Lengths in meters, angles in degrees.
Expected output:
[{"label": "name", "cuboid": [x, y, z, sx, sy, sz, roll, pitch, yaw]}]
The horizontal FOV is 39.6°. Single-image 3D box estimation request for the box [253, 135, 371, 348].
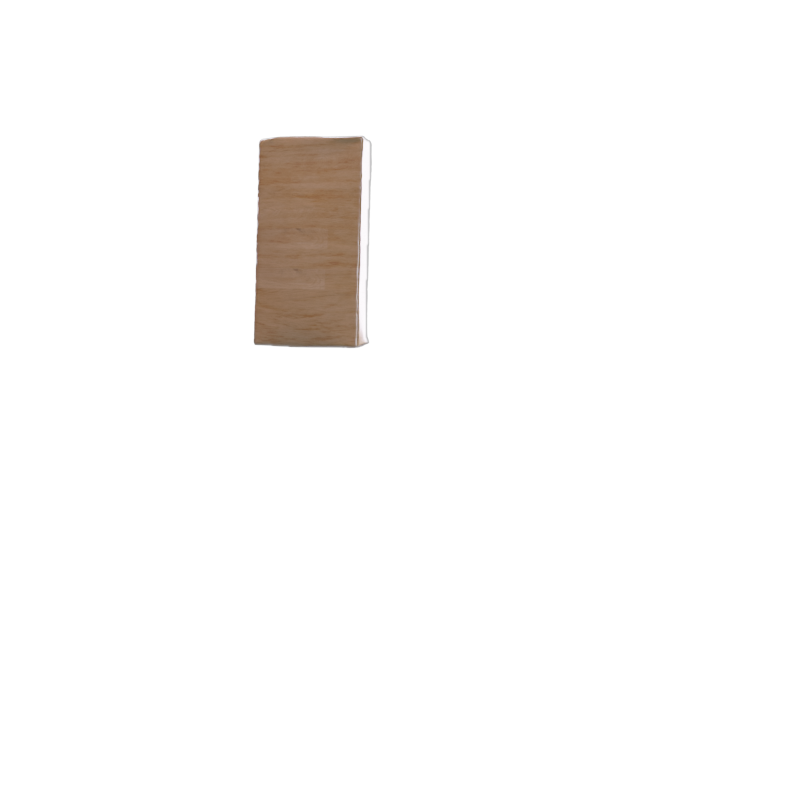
[{"label": "box", "cuboid": [-0.074, -0.134, 0.937, 0.095, 0.177, 0.047, 0, 0, 13]}]
